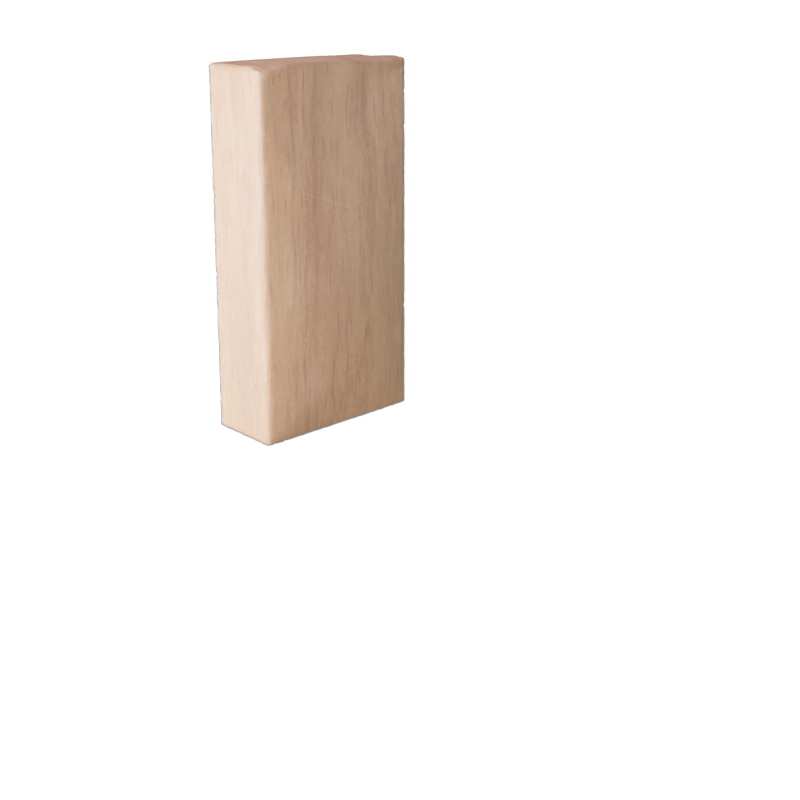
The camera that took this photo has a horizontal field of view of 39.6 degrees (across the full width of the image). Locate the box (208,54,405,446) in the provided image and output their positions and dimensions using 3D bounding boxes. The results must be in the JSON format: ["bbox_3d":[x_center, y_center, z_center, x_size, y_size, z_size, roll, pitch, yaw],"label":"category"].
[{"bbox_3d":[-0.042,-0.077,0.537,0.091,0.170,0.051,-14,21,-41],"label":"box"}]
